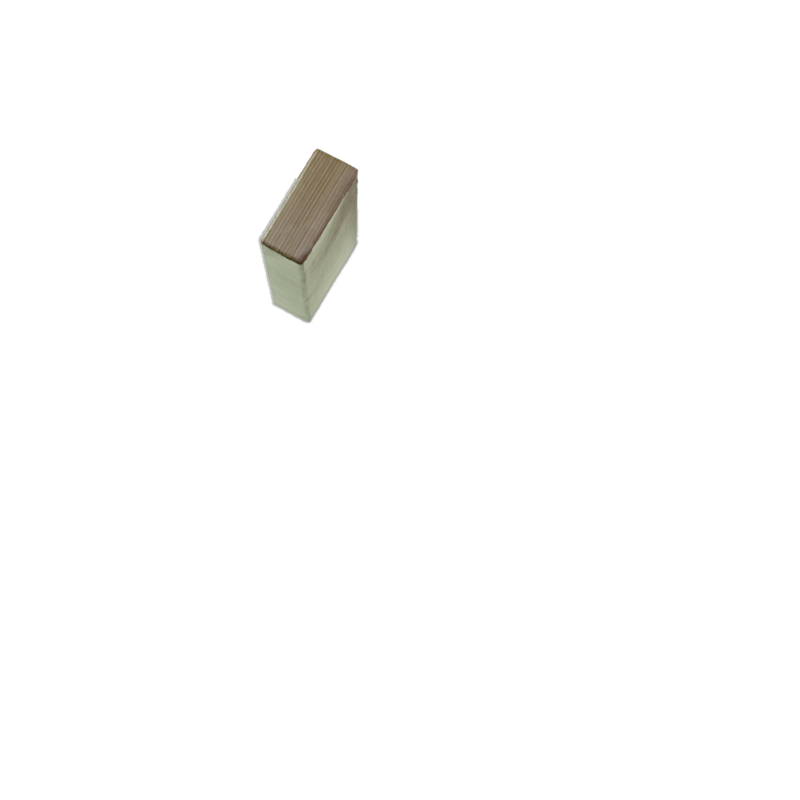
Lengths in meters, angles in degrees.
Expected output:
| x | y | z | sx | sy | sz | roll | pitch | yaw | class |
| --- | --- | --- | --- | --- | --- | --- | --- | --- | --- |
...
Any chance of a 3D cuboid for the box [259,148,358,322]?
| x | y | z | sx | sy | sz | roll | pitch | yaw | class |
| --- | --- | --- | --- | --- | --- | --- | --- | --- | --- |
| -0.074 | -0.134 | 0.942 | 0.049 | 0.095 | 0.171 | 29 | -12 | 1 | box |
